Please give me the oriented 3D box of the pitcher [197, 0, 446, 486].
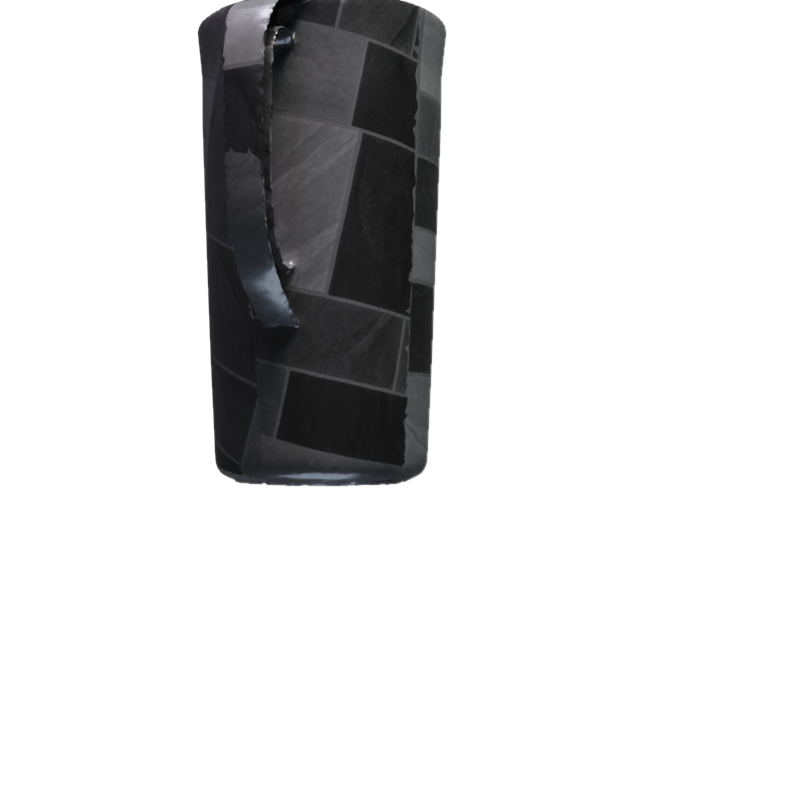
[{"bbox_3d":[-0.045,-0.081,0.571,0.144,0.248,0.147,3,-8,-28],"label":"pitcher"}]
